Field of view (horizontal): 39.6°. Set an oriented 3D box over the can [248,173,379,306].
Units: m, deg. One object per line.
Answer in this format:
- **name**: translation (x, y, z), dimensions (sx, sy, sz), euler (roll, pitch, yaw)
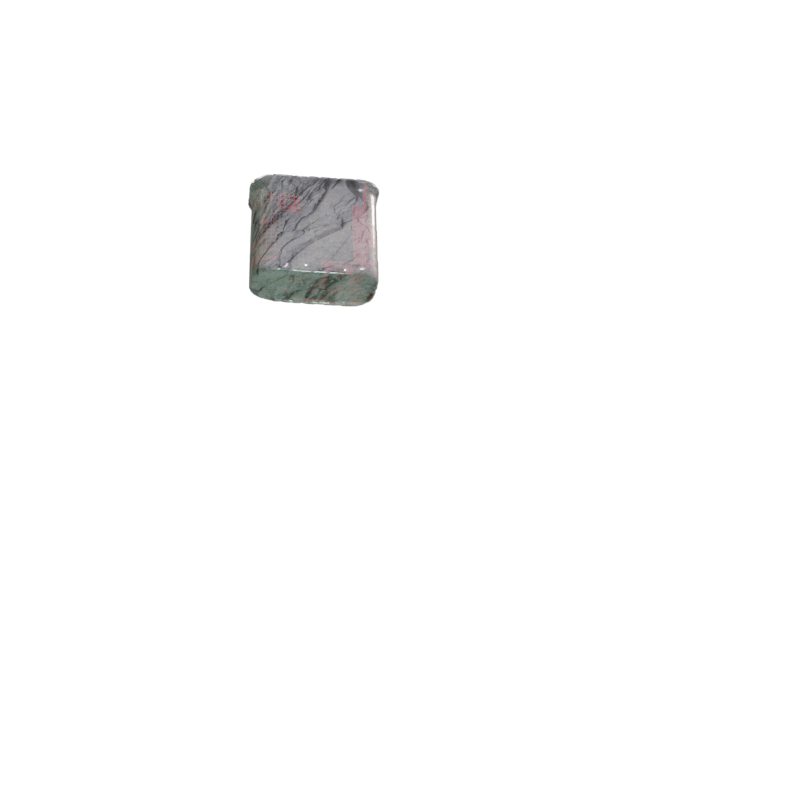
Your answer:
- **can**: translation (-0.067, -0.122, 0.854), dimensions (0.101, 0.089, 0.055), euler (3, -29, -7)
